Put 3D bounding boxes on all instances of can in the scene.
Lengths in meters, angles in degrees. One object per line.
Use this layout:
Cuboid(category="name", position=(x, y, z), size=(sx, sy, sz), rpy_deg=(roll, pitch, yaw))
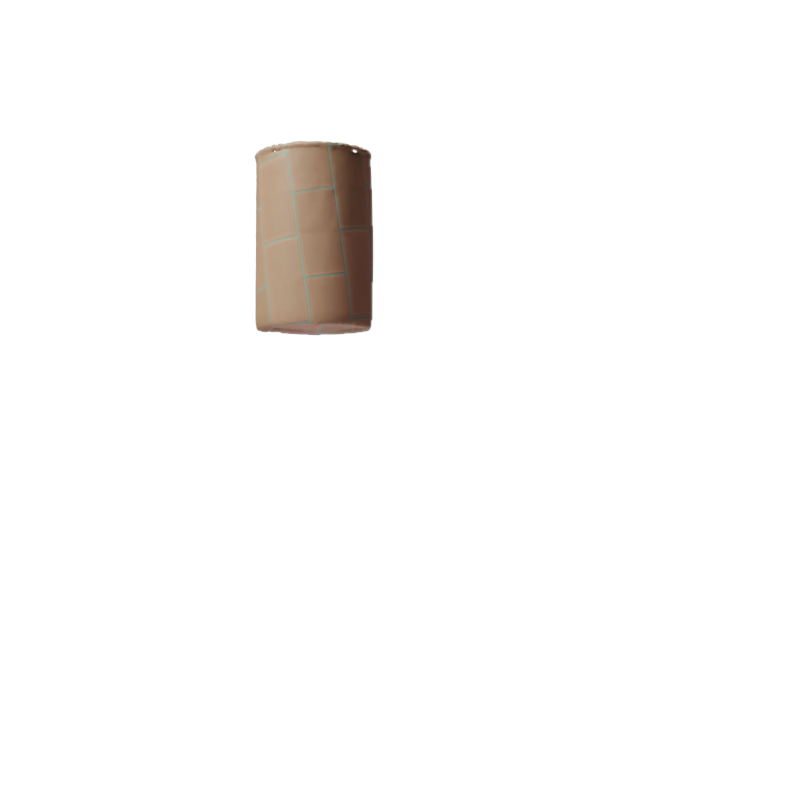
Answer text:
Cuboid(category="can", position=(-0.050, -0.091, 0.637), size=(0.068, 0.104, 0.067), rpy_deg=(0, -7, -2))
